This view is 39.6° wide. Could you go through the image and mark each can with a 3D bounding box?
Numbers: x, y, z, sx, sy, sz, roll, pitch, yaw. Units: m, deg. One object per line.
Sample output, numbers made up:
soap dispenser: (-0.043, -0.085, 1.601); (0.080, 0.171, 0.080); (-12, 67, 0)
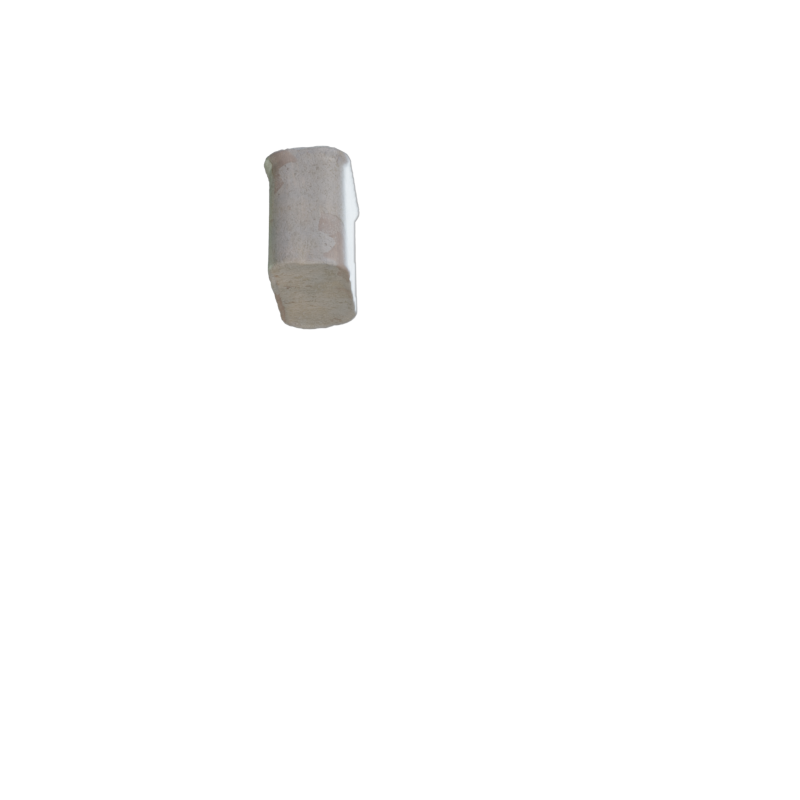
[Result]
can: (-0.057, -0.105, 0.733); (0.058, 0.089, 0.096); (-3, -25, 3)
